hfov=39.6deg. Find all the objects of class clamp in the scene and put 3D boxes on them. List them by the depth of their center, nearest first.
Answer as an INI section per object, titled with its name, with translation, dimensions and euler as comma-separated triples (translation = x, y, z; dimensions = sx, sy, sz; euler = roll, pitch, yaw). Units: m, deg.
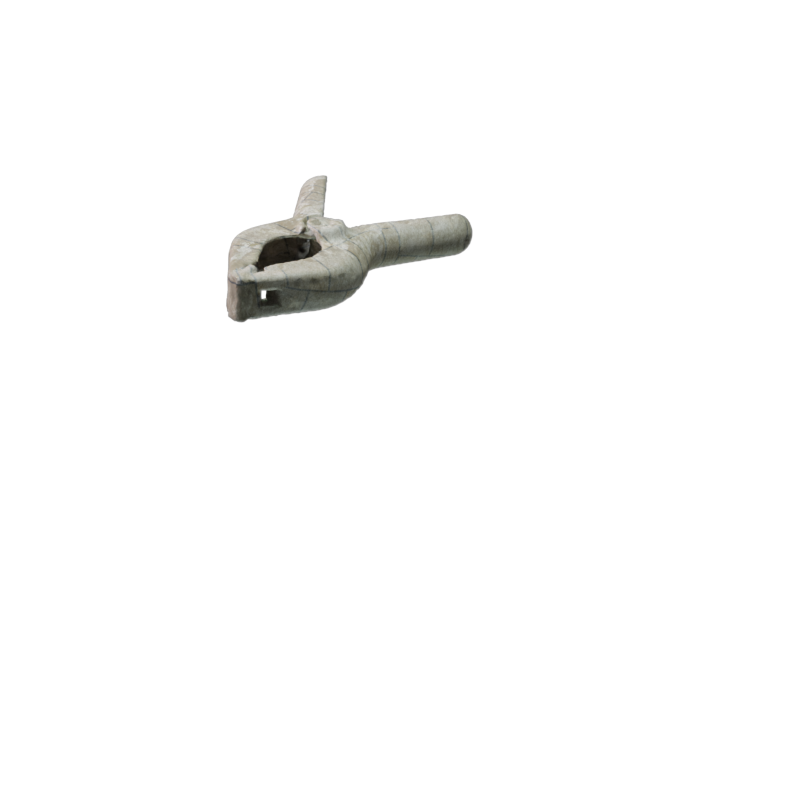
[clamp]
translation = -0.051, -0.094, 0.655
dimensions = 0.127, 0.037, 0.170
euler = 20, 32, 36
